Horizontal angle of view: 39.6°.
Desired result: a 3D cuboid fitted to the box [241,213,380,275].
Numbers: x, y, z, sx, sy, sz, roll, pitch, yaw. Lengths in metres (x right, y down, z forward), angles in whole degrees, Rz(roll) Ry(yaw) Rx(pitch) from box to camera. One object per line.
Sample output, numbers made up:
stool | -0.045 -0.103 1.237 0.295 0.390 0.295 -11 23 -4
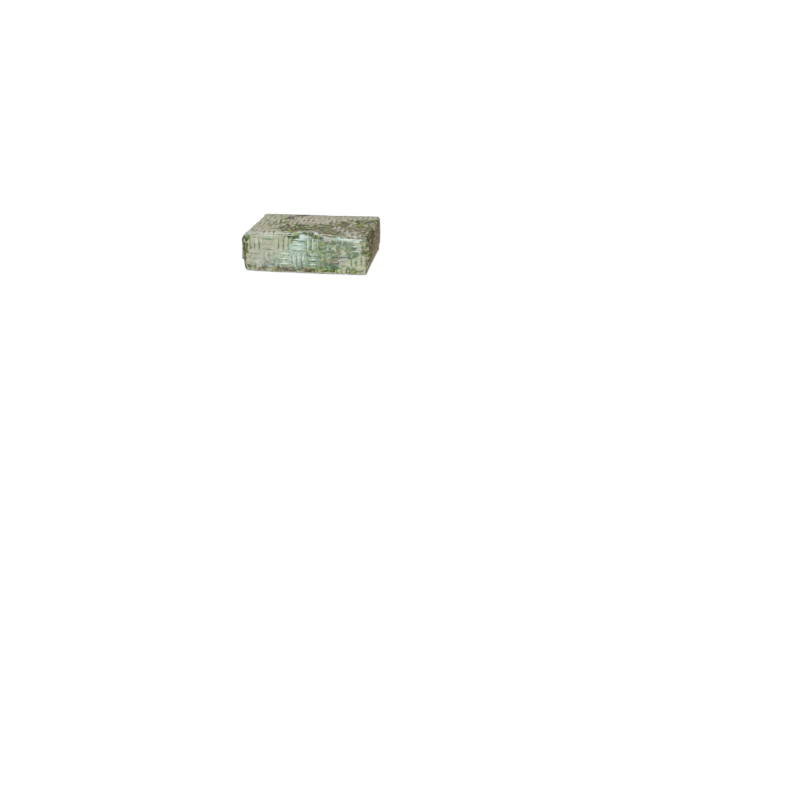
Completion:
box | -0.062 -0.114 0.795 0.090 0.029 0.075 3 19 8
